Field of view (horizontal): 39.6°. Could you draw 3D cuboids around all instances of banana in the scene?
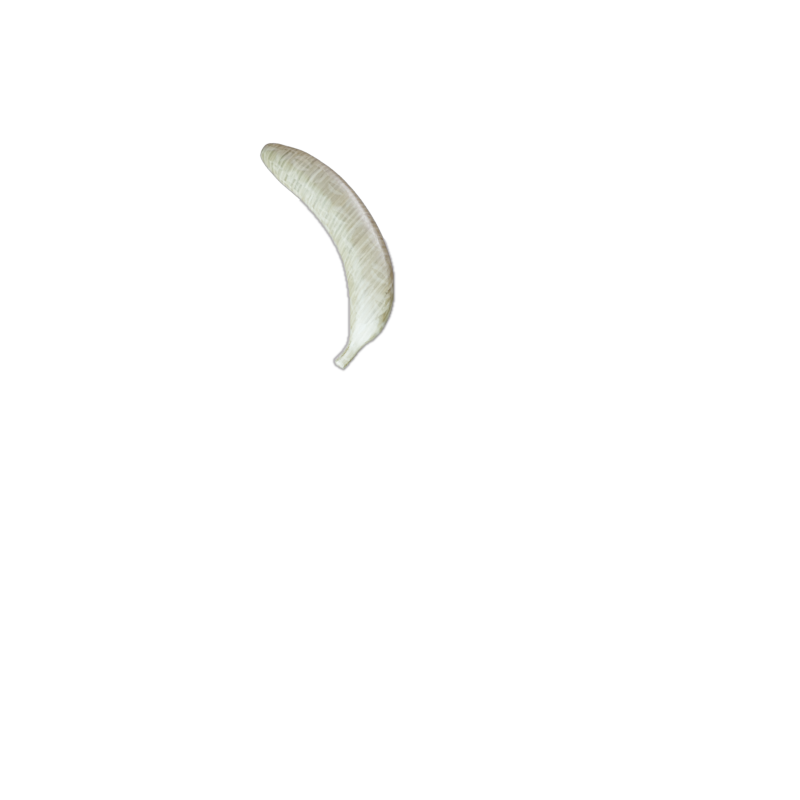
[{"bbox_3d":[-0.050,-0.127,0.876,0.069,0.208,0.035,-18,-19,-7],"label":"banana"}]
